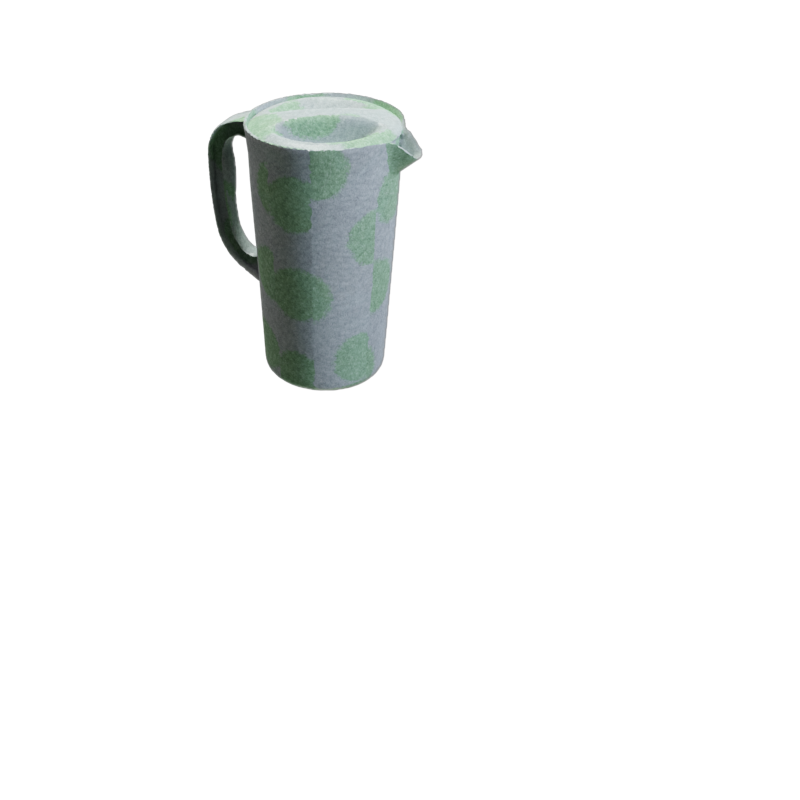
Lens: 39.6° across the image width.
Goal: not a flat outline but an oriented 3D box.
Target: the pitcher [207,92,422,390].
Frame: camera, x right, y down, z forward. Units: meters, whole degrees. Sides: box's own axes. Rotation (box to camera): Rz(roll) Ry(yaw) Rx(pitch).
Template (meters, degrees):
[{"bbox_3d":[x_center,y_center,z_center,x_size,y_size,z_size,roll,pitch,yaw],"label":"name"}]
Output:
[{"bbox_3d":[-0.075,-0.137,0.959,0.142,0.229,0.161,-12,33,-22],"label":"pitcher"}]
